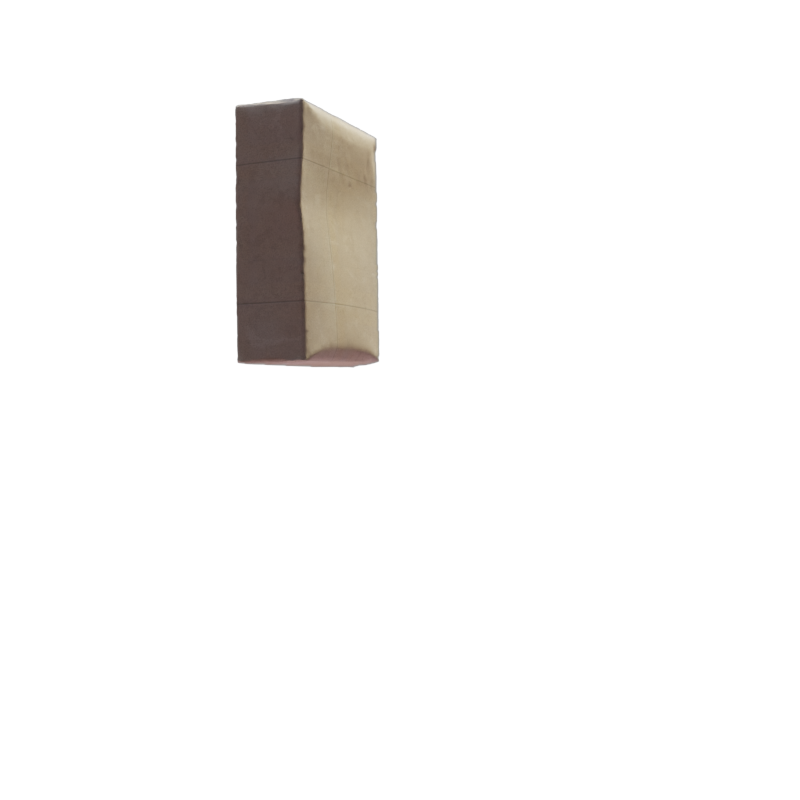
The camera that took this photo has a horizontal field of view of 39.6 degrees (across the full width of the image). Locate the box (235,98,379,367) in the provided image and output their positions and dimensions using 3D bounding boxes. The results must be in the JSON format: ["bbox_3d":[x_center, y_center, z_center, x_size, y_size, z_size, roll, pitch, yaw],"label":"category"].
[{"bbox_3d":[-0.075,-0.137,0.957,0.074,0.217,0.158,-3,-5,22],"label":"box"}]
